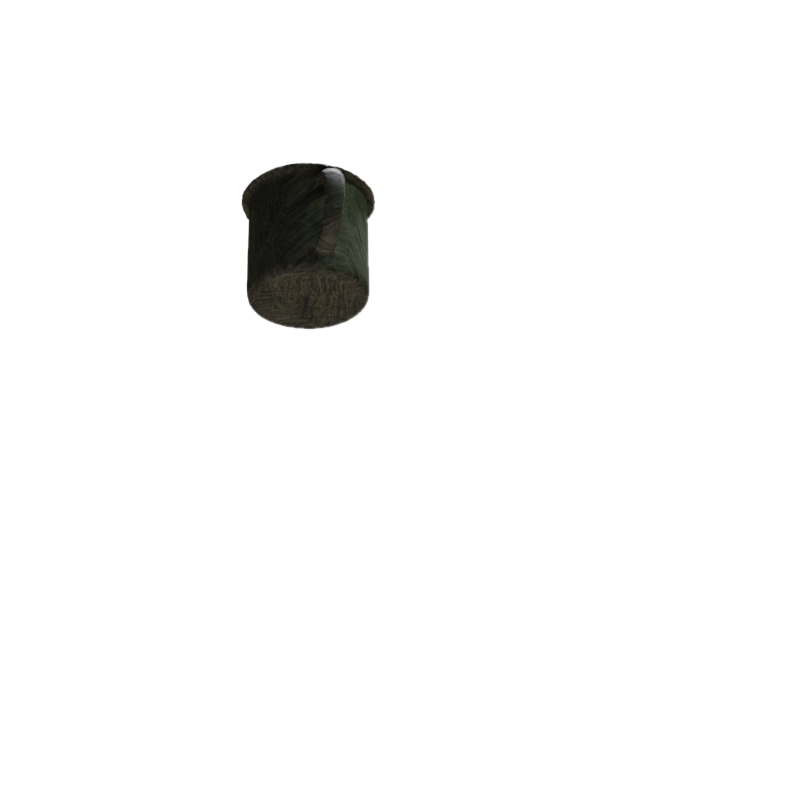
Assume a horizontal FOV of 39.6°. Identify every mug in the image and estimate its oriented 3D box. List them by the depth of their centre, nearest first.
[{"bbox_3d":[-0.058,-0.106,0.742,0.091,0.087,0.113,9,-30,-18],"label":"mug"}]
